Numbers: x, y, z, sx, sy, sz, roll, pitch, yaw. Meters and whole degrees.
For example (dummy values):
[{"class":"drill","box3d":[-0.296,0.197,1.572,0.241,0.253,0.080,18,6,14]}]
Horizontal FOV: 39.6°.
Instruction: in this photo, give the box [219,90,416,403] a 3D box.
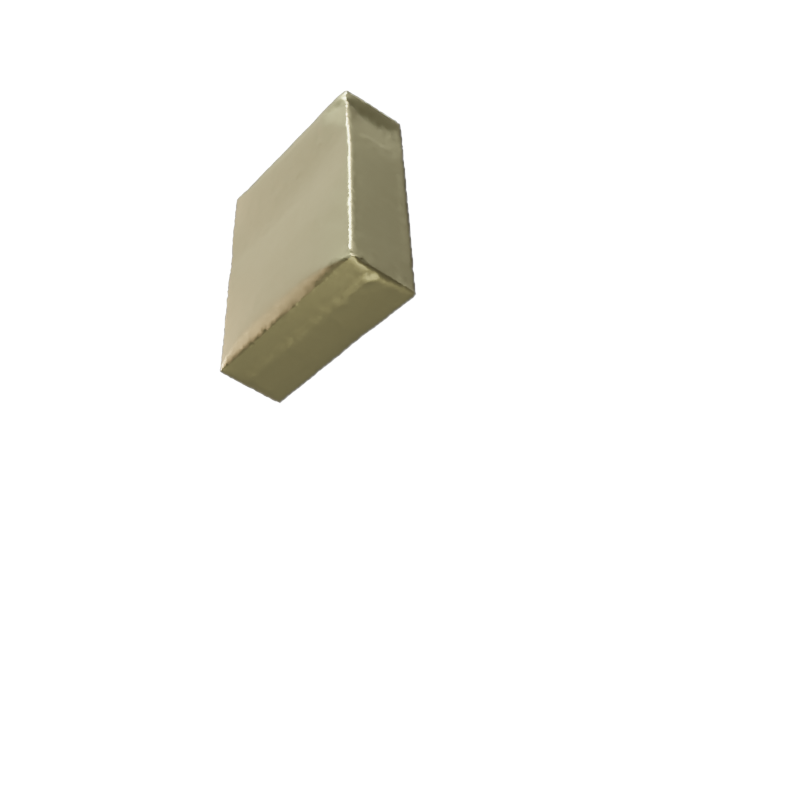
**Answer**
[{"class":"box","box3d":[-0.072,-0.131,0.917,0.068,0.230,0.162,31,-53,-31]}]
